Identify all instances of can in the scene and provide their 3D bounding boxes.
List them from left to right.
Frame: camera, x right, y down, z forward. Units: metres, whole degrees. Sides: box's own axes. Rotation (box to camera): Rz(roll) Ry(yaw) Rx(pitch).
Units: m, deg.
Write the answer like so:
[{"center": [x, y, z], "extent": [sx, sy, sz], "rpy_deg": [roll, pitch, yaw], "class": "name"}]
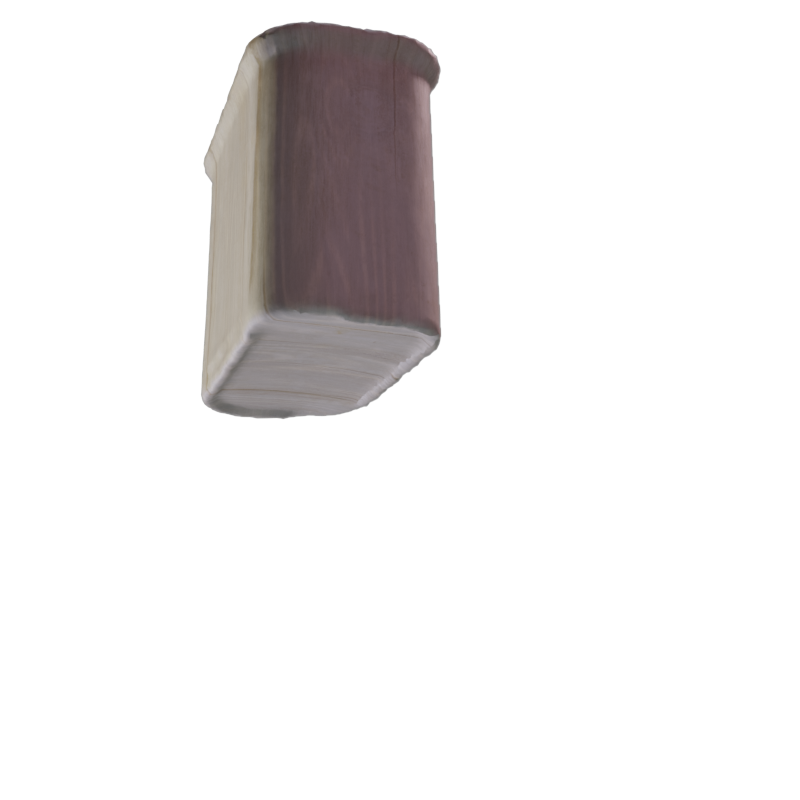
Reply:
[{"center": [-0.026, -0.047, 0.328], "extent": [0.056, 0.088, 0.099], "rpy_deg": [6, -20, -18], "class": "can"}]
